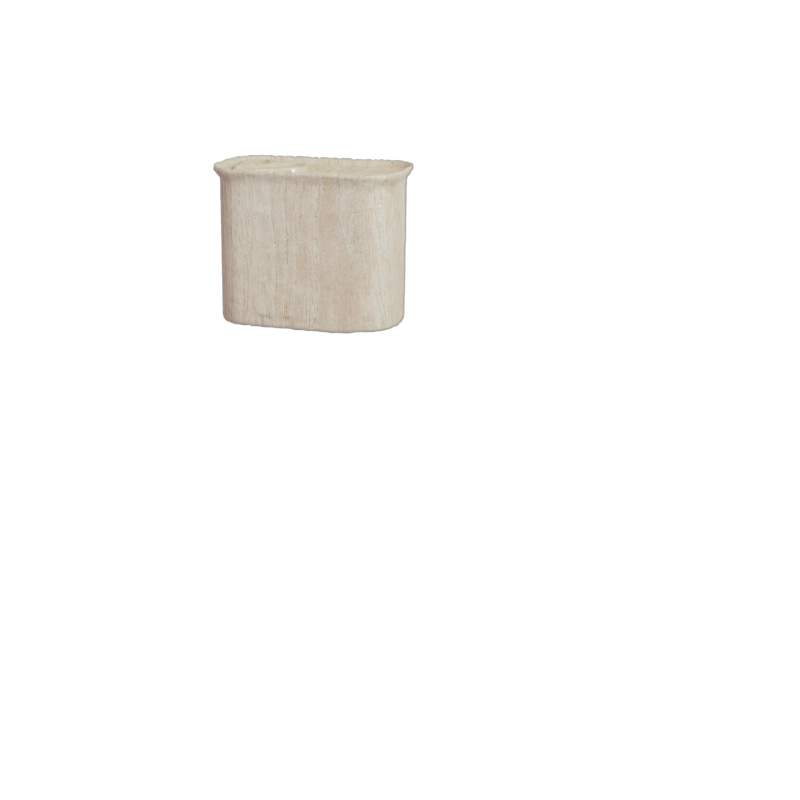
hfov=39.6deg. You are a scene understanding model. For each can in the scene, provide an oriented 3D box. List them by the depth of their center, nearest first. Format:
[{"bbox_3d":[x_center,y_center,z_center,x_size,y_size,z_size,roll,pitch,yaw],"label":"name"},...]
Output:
[{"bbox_3d":[-0.046,-0.084,0.586,0.104,0.081,0.058,5,16,16],"label":"can"}]
